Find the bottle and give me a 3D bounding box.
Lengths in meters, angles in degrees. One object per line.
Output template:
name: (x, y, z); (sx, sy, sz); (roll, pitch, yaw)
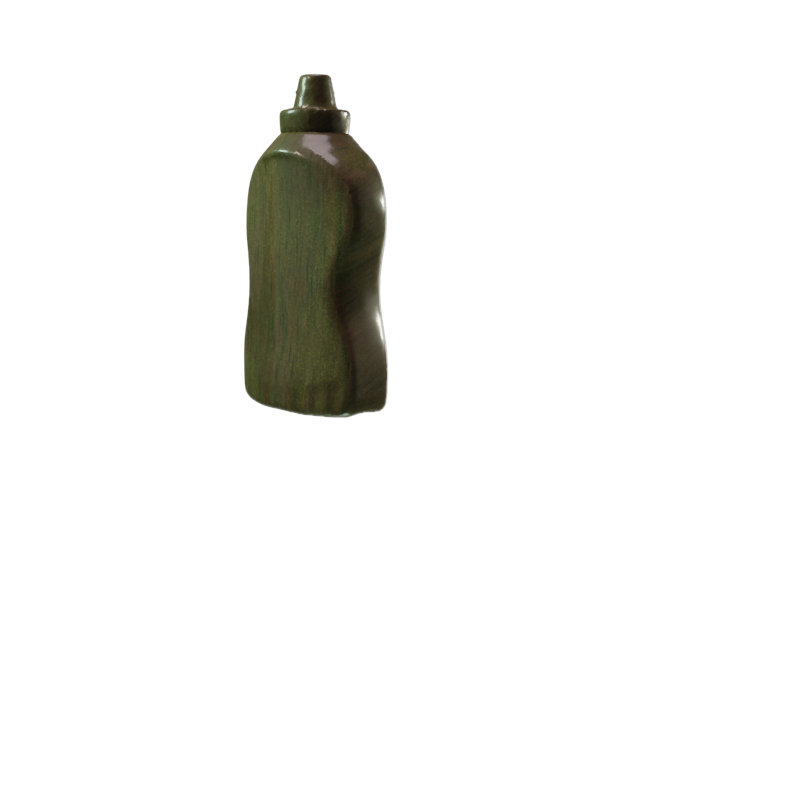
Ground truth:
bottle: (-0.050, -0.092, 0.642); (0.056, 0.190, 0.100); (-3, 5, -42)
